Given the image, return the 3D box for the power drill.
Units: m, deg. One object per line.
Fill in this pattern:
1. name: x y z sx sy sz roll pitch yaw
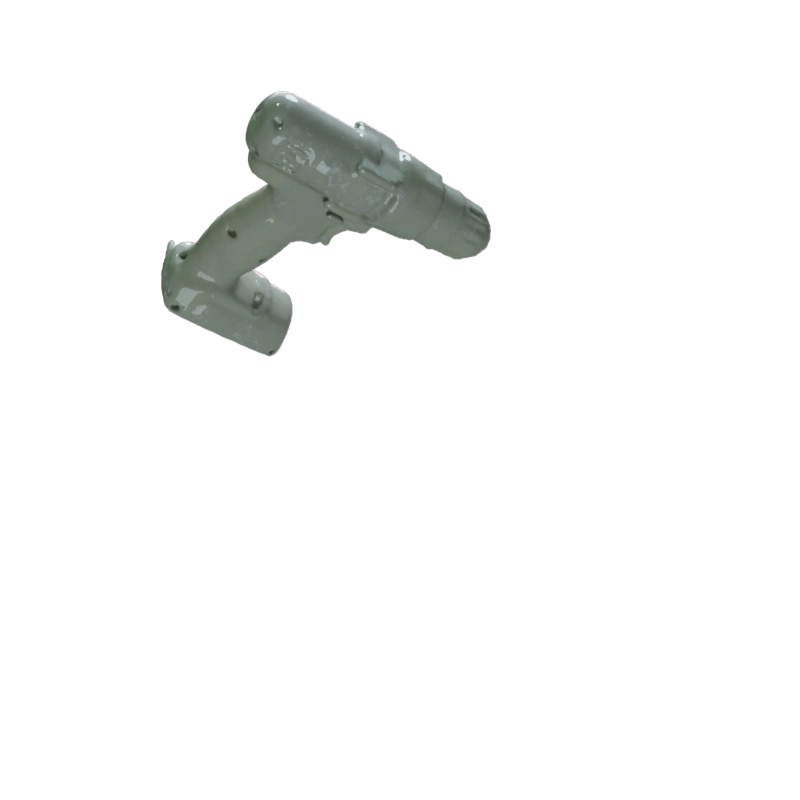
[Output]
1. power drill: -0.058 -0.106 0.744 0.175 0.062 0.184 28 -50 -27
